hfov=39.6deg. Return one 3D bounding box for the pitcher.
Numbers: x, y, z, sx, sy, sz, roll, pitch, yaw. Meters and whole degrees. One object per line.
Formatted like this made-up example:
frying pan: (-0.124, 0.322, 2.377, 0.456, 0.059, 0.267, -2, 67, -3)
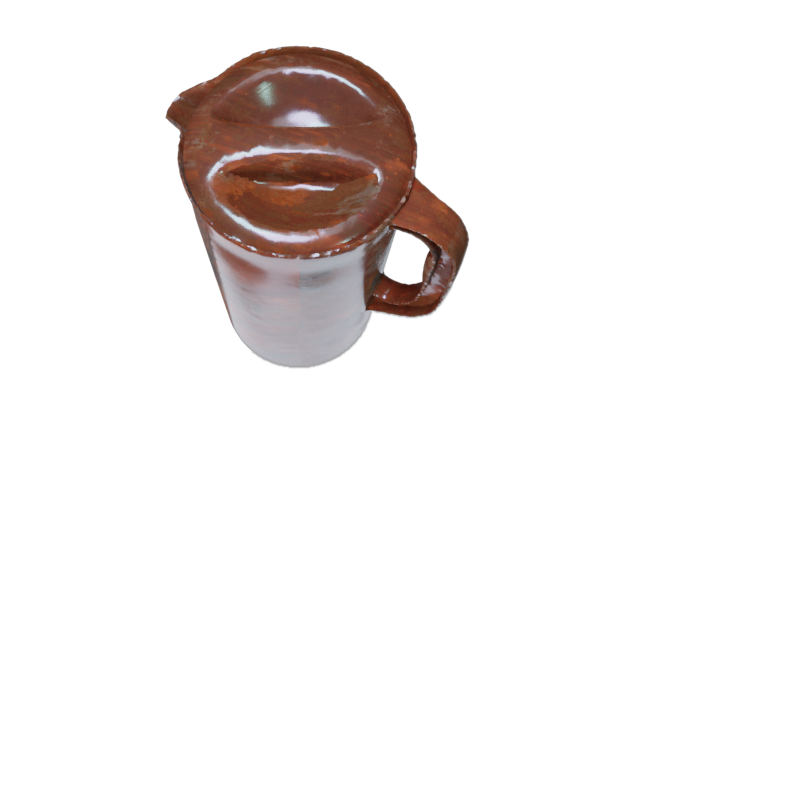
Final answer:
pitcher: (-0.056, -0.102, 0.711, 0.144, 0.157, 0.232, -18, -17, -9)
